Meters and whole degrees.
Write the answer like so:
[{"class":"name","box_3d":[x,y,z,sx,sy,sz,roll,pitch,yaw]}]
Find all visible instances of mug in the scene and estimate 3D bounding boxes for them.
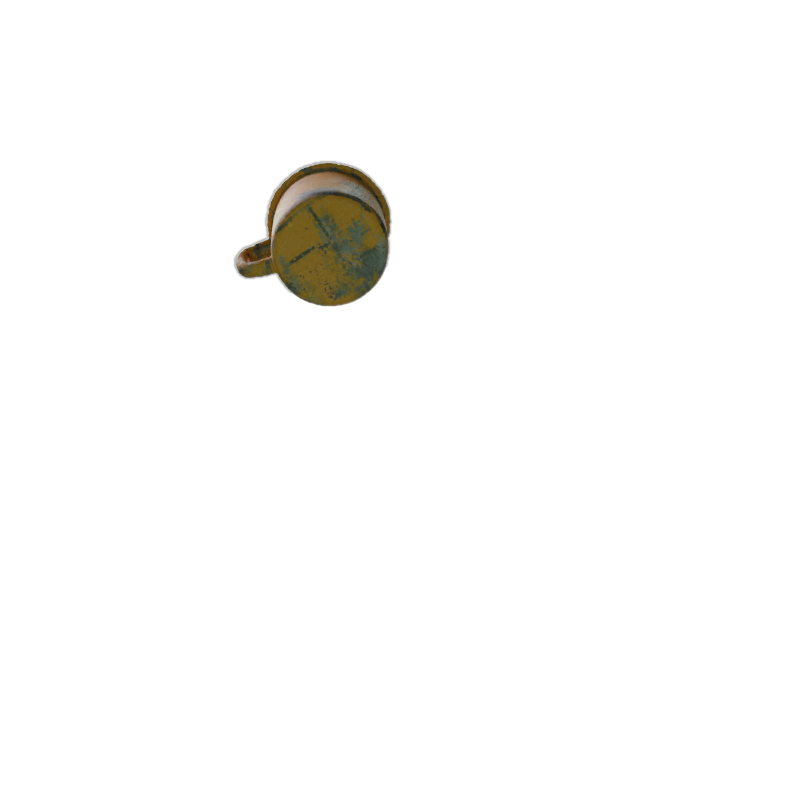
[{"class":"mug","box_3d":[-0.062,-0.113,0.790,0.117,0.089,0.085,-15,18,3]}]
